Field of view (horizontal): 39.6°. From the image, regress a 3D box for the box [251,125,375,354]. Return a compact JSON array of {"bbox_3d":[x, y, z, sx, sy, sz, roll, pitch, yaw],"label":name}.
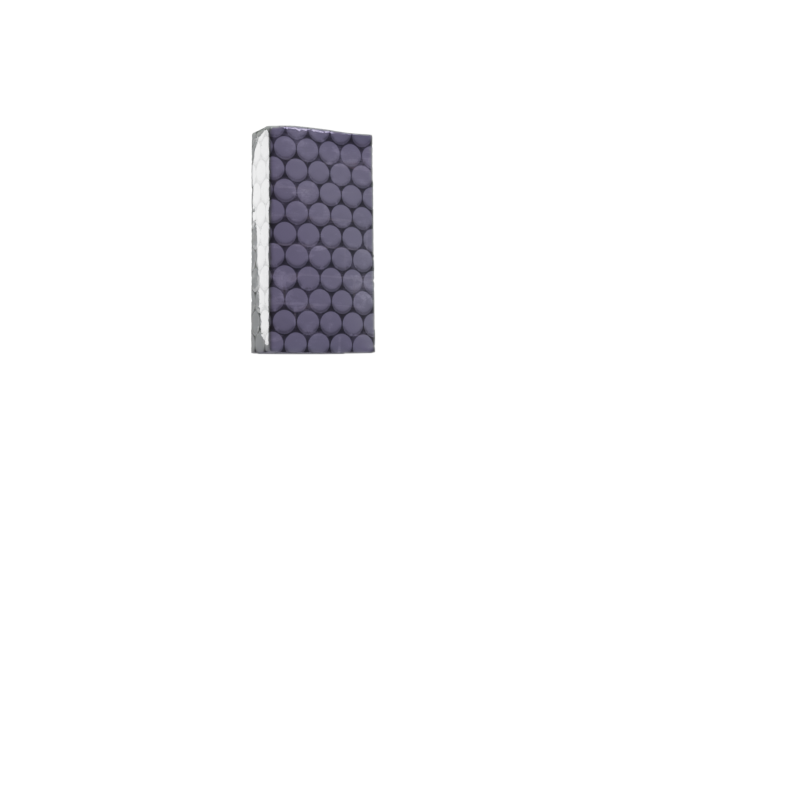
[{"bbox_3d":[-0.068,-0.125,0.873,0.090,0.178,0.049,2,-5,-27],"label":"box"}]
